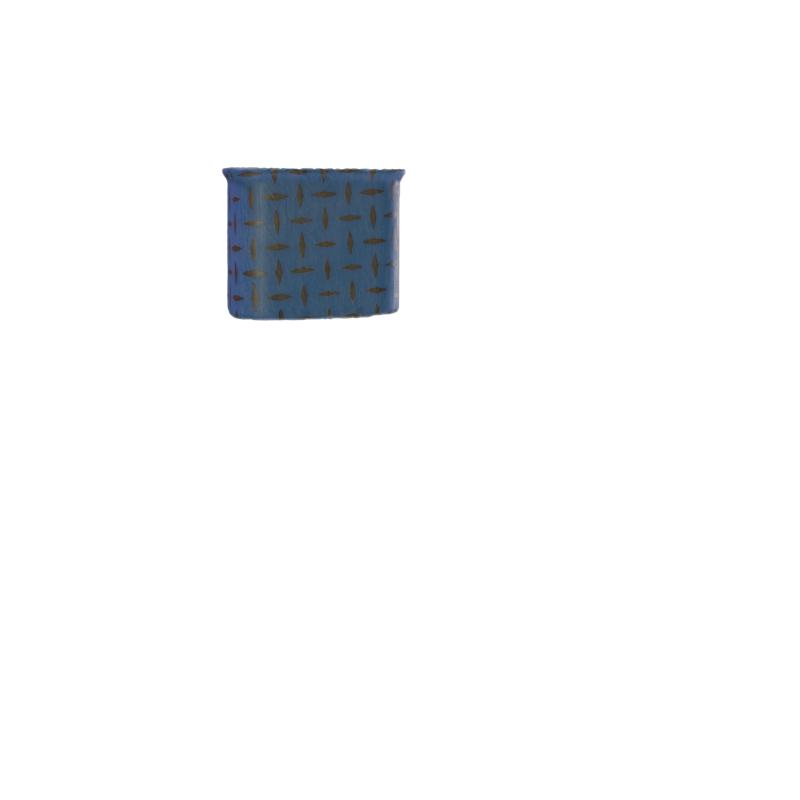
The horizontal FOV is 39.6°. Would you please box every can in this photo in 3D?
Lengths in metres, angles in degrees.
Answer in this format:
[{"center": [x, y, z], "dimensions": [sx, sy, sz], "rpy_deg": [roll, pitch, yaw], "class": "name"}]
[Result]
[{"center": [-0.049, -0.090, 0.632], "dimensions": [0.100, 0.083, 0.059], "rpy_deg": [-2, 6, -15], "class": "can"}]
